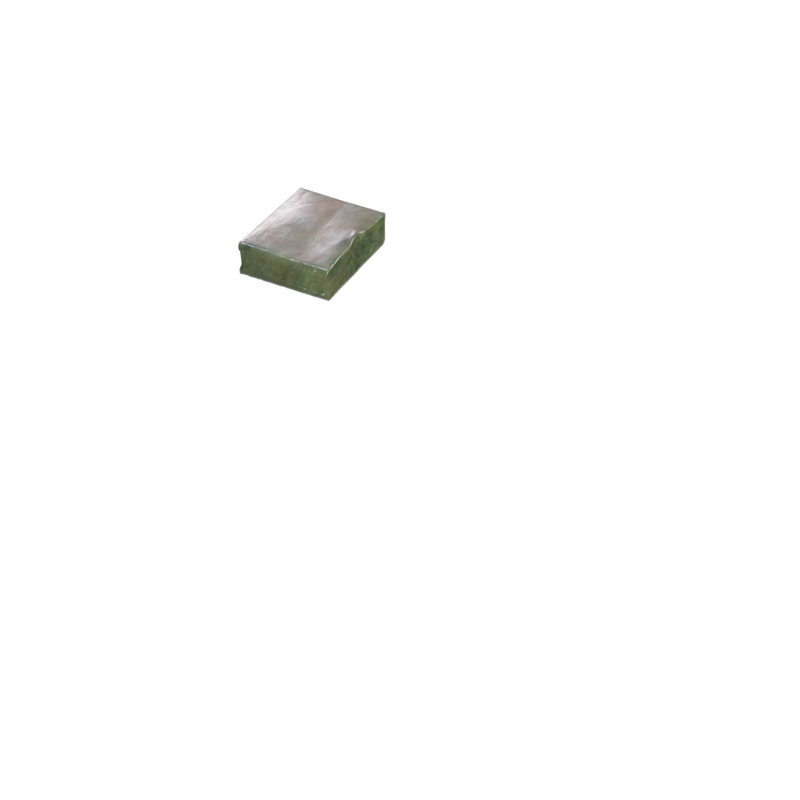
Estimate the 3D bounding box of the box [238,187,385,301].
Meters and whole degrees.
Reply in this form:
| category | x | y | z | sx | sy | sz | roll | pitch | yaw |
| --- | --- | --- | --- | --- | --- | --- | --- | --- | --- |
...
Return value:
| category | x | y | z | sx | sy | sz | roll | pitch | yaw |
| --- | --- | --- | --- | --- | --- | --- | --- | --- | --- |
| box | -0.062 | -0.113 | 0.792 | 0.076 | 0.028 | 0.091 | 18 | 42 | 21 |
